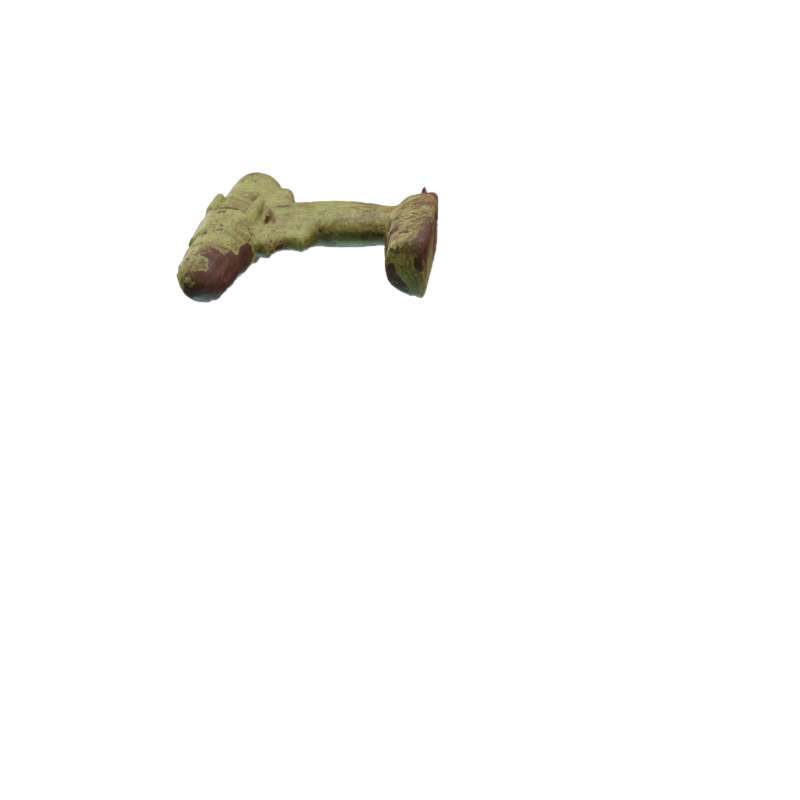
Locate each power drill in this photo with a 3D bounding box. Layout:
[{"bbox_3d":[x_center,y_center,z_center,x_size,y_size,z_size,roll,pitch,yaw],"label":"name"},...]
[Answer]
[{"bbox_3d":[-0.069,-0.125,0.876,0.191,0.054,0.193,6,34,9],"label":"power drill"}]
